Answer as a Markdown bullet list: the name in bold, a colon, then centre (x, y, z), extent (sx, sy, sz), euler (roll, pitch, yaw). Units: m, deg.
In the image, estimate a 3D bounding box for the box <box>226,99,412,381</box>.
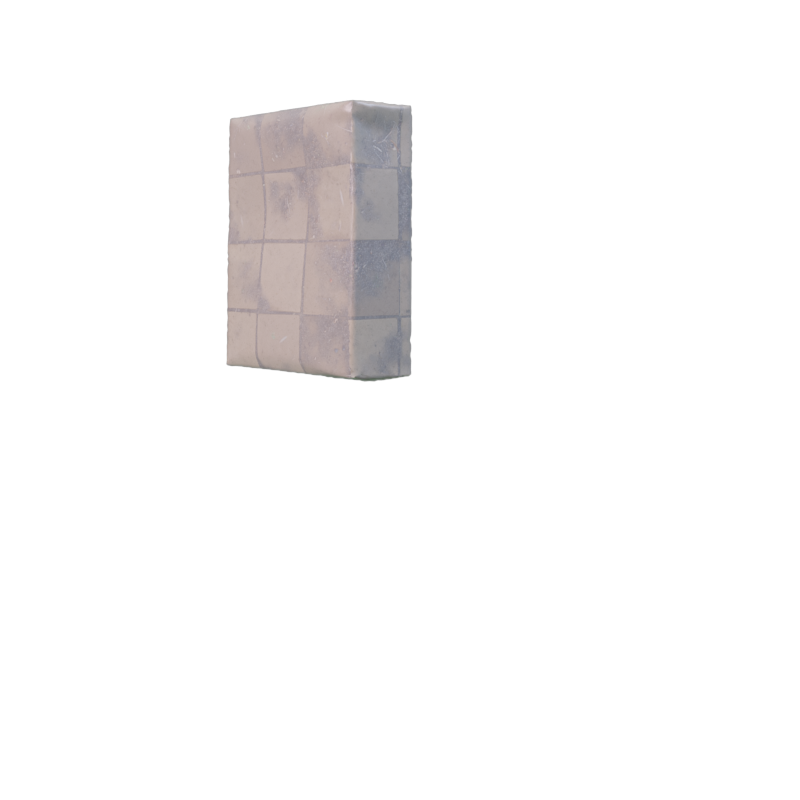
- **box**: centre (-0.071, -0.129, 0.901), extent (0.069, 0.214, 0.171), euler (0, 2, -42)
